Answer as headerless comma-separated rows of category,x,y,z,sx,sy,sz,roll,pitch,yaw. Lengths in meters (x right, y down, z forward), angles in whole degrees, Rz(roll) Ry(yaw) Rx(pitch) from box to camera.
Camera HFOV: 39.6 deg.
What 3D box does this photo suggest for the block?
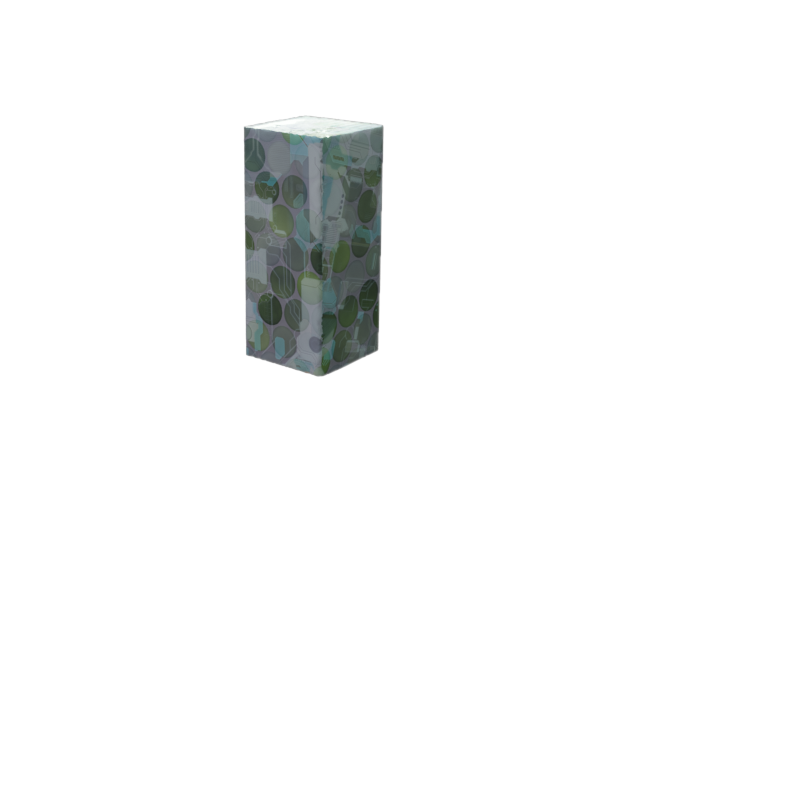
block,-0.076,-0.139,0.973,0.095,0.199,0.089,13,20,35
